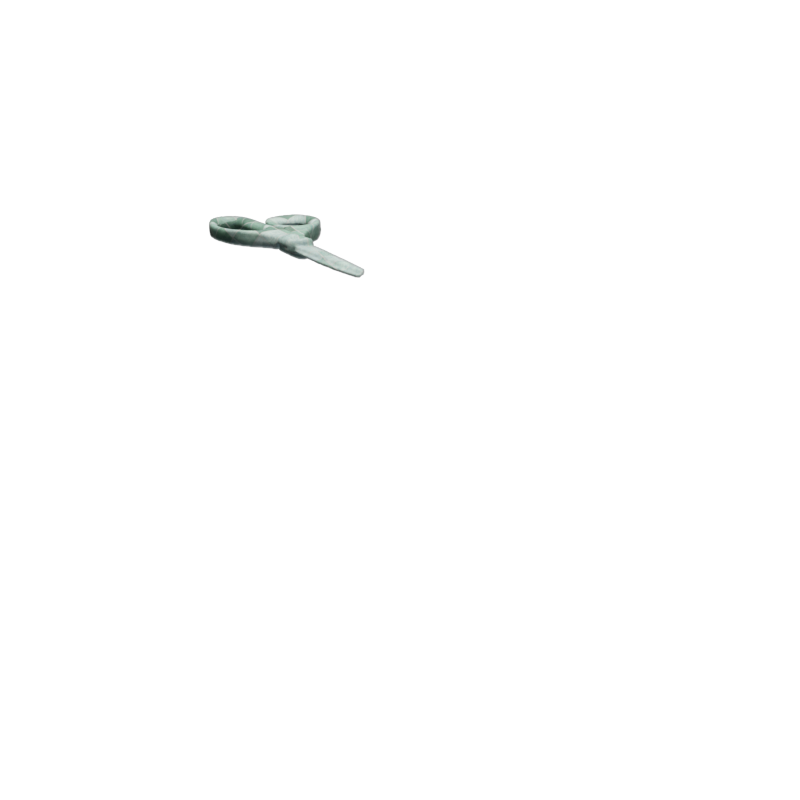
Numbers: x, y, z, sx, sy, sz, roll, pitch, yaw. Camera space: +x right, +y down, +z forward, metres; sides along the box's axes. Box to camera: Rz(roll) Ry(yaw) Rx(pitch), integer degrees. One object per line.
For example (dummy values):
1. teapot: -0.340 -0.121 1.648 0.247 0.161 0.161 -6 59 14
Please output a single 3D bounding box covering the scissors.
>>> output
1. scissors: -0.065 -0.118 0.828 0.094 0.015 0.214 -17 26 -40
